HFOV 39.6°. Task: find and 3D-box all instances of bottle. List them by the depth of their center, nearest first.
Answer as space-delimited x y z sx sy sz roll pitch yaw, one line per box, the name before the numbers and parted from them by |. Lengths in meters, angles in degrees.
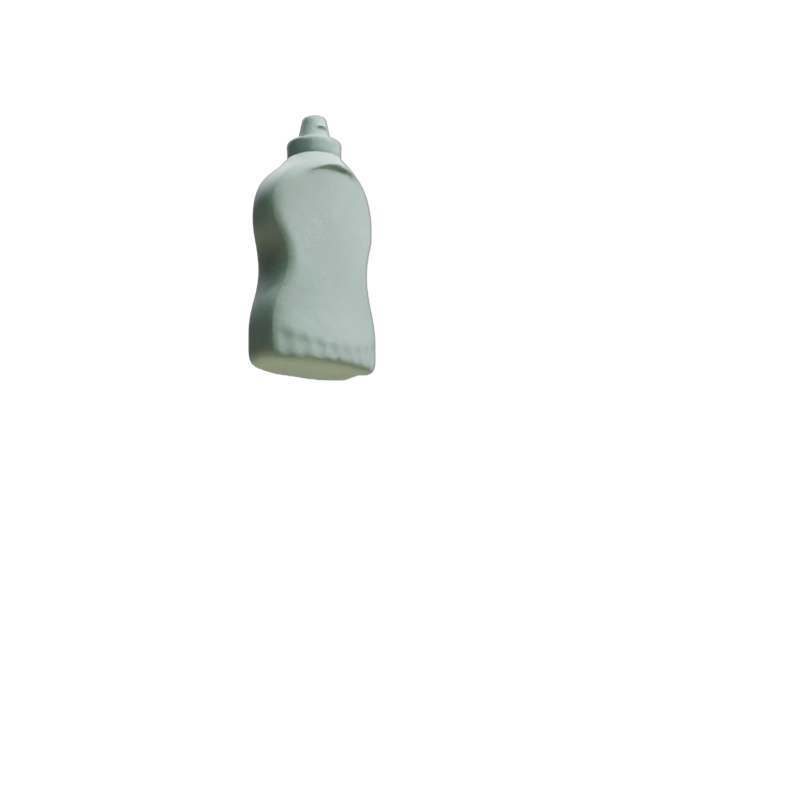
bottle | -0.062 -0.115 0.802 0.091 0.199 0.059 12 -21 -38
